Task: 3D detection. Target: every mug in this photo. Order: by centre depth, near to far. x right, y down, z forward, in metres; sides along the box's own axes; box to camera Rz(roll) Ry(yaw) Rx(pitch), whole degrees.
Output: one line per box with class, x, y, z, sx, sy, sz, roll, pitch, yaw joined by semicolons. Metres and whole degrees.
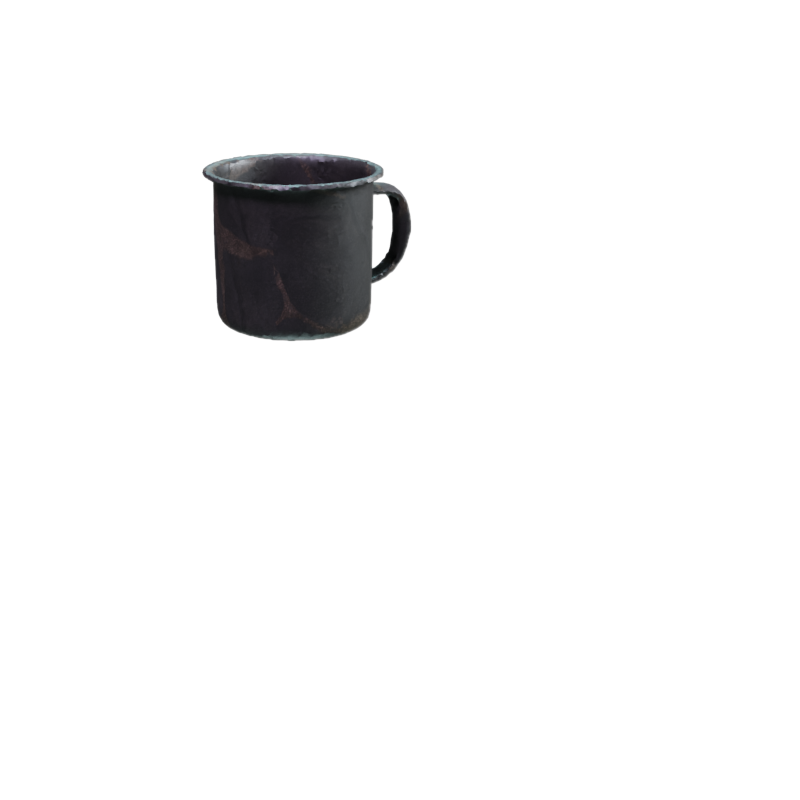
mug;-0.046;-0.083;0.583;0.114;0.078;0.099;-12;23;-32
